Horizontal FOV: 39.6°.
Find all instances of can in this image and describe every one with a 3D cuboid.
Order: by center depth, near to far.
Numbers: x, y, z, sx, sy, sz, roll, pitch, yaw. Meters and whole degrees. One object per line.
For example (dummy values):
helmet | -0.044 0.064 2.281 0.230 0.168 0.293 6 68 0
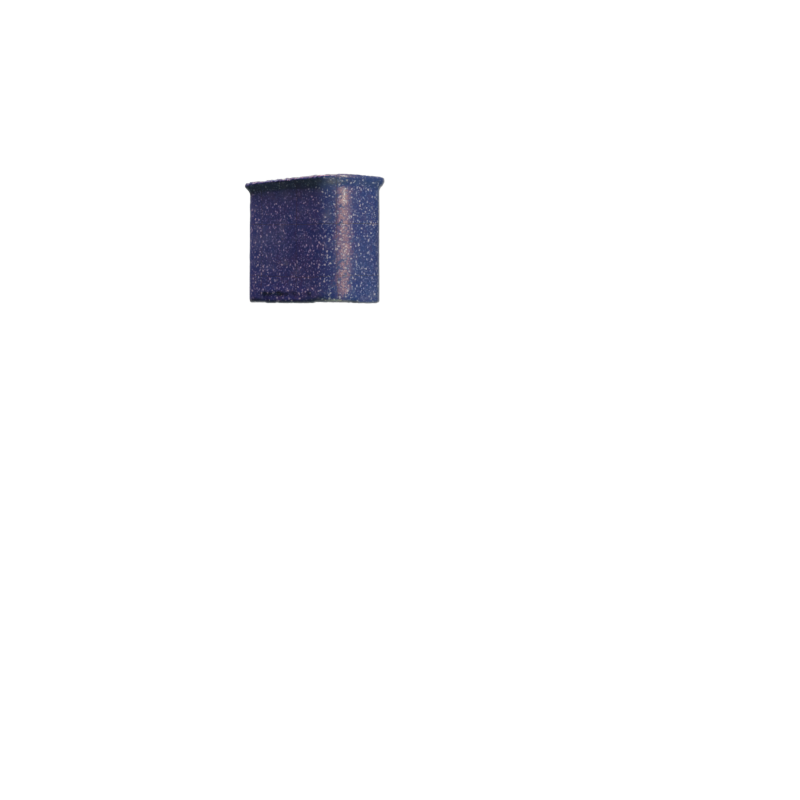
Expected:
can | -0.059 -0.108 0.757 0.106 0.084 0.055 3 2 44
